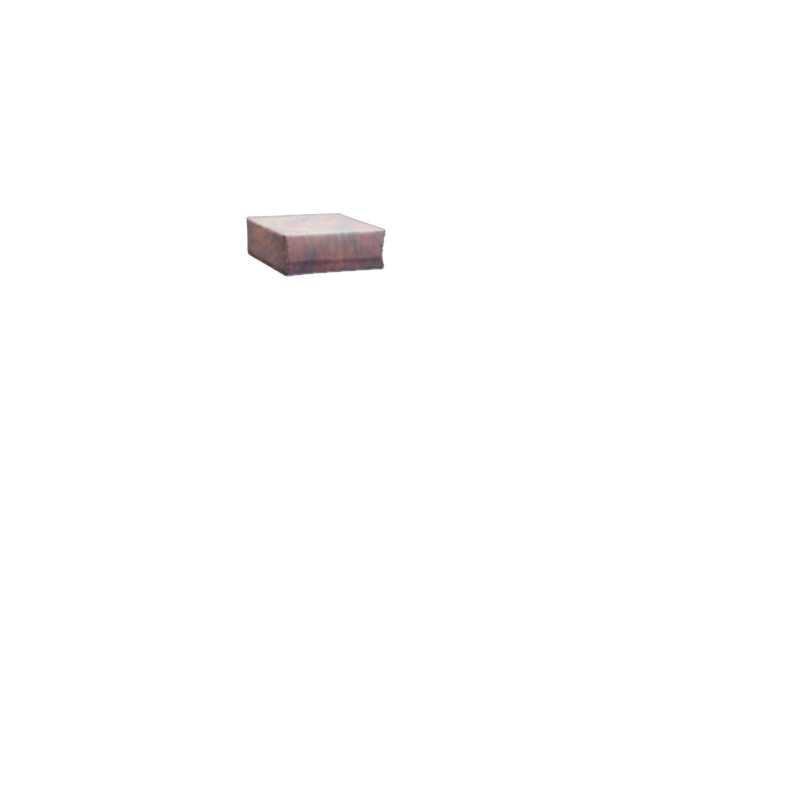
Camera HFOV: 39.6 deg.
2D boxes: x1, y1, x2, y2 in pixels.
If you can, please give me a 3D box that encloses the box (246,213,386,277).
[{"bbox_3d":[-0.075,-0.136,0.951,0.088,0.038,0.120,-7,19,-21],"label":"box"}]
